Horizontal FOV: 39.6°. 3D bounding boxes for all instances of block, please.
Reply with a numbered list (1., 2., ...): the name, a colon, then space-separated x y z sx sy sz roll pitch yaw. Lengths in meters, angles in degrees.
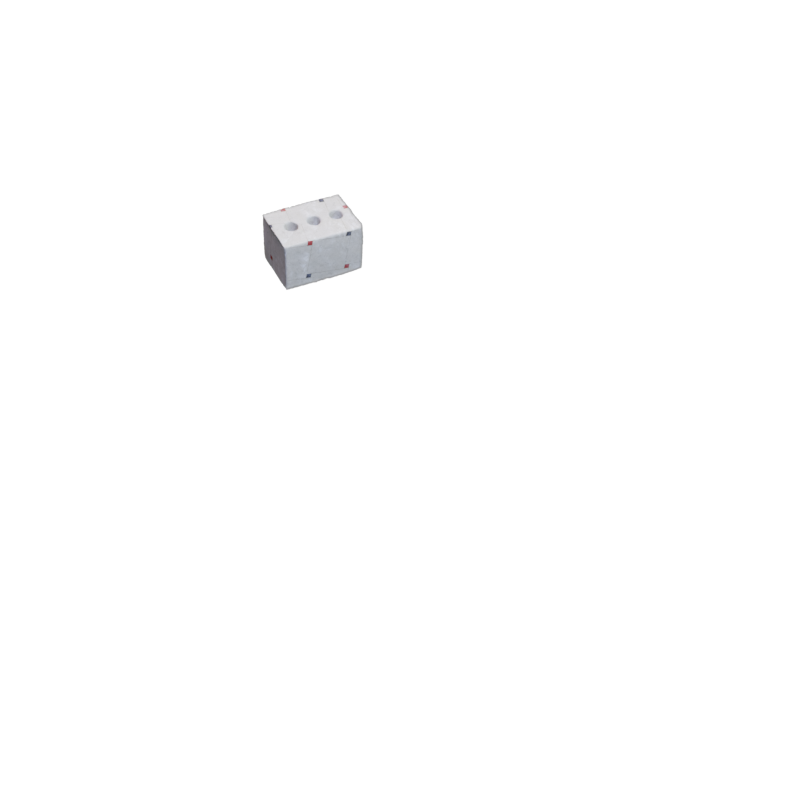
1. block: -0.078 -0.142 0.998 0.077 0.048 0.057 -18 47 -19
